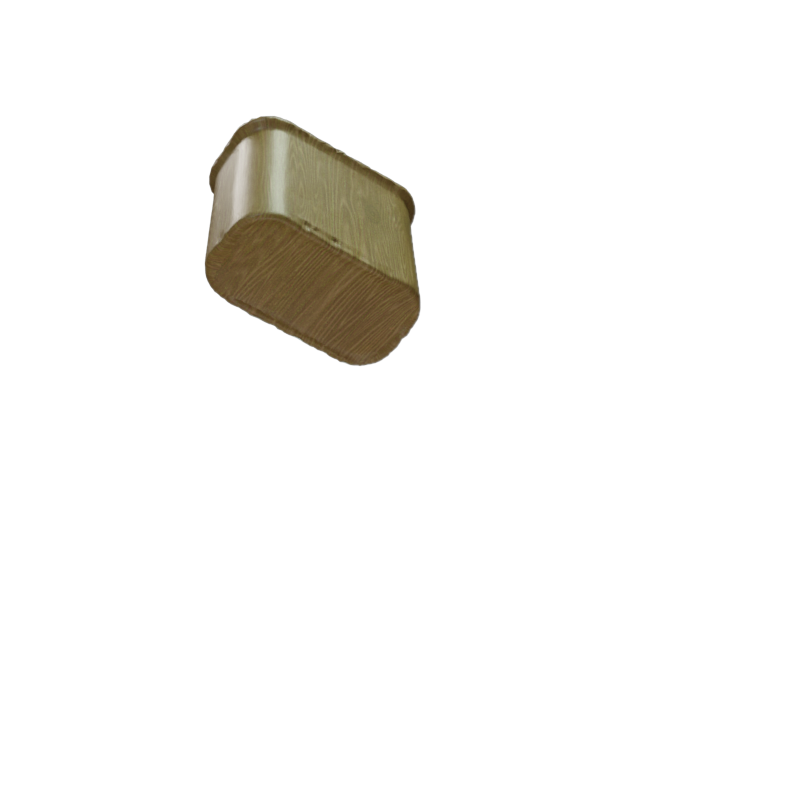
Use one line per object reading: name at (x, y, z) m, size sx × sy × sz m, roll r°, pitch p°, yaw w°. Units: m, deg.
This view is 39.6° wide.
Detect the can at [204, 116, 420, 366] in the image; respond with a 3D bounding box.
can at (-0.040, -0.074, 0.515) m, size 0.098 × 0.056 × 0.090 m, roll 27°, pitch 32°, yaw -21°
